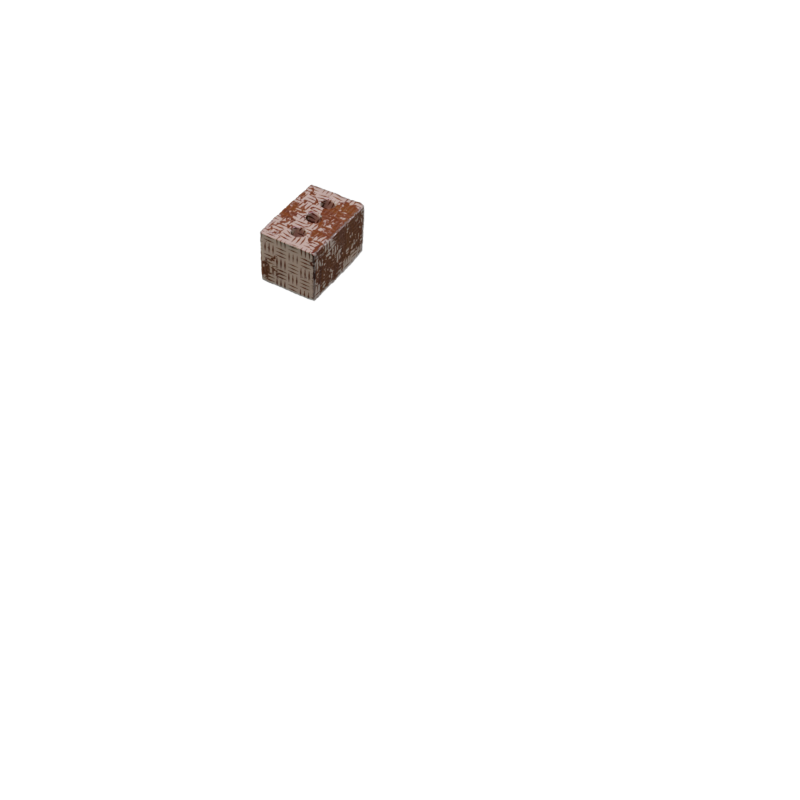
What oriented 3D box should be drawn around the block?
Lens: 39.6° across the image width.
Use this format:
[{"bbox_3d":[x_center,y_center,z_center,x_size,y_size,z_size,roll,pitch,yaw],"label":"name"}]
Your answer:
[{"bbox_3d":[-0.070,-0.128,0.895,0.055,0.048,0.080,22,47,20],"label":"block"}]
